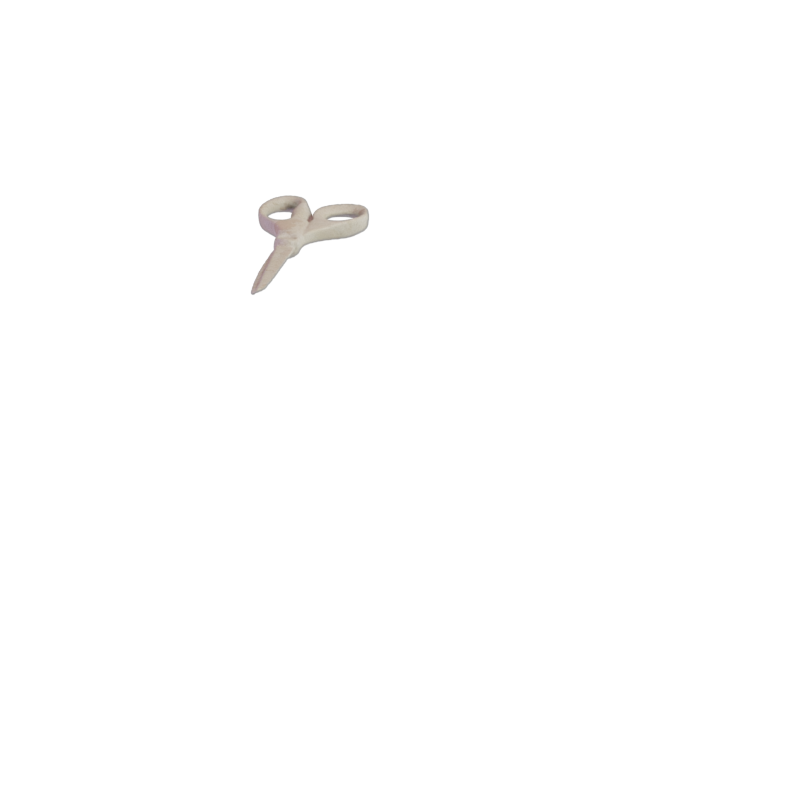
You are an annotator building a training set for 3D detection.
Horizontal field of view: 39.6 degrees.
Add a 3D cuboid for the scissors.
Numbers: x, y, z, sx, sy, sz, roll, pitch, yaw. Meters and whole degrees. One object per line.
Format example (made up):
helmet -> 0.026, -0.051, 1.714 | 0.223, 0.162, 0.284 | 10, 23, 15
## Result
scissors -> -0.064, -0.116, 0.815 | 0.095, 0.015, 0.213 | -3, 26, -7
